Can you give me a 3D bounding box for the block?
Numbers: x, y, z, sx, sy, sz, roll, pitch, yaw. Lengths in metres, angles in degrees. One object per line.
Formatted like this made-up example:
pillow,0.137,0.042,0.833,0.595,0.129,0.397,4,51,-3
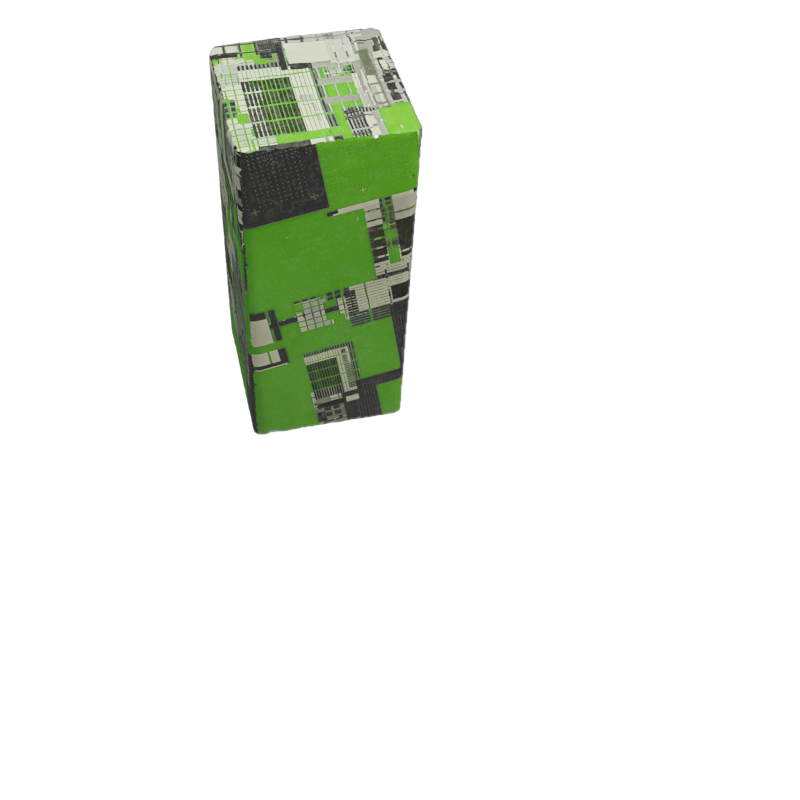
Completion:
block,-0.048,-0.086,0.600,0.089,0.098,0.192,-8,-41,-11
